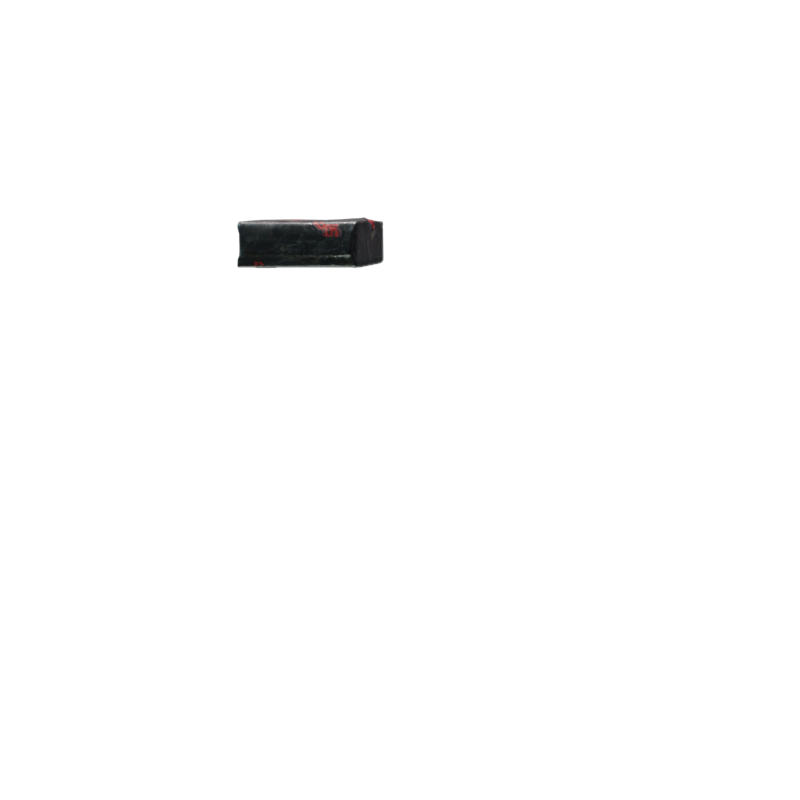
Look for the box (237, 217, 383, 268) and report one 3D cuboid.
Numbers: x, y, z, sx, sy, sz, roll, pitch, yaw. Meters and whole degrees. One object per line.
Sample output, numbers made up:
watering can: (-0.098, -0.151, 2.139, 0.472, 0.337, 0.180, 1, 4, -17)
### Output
box: (-0.054, -0.098, 0.687, 0.074, 0.030, 0.089, 2, 8, 12)
